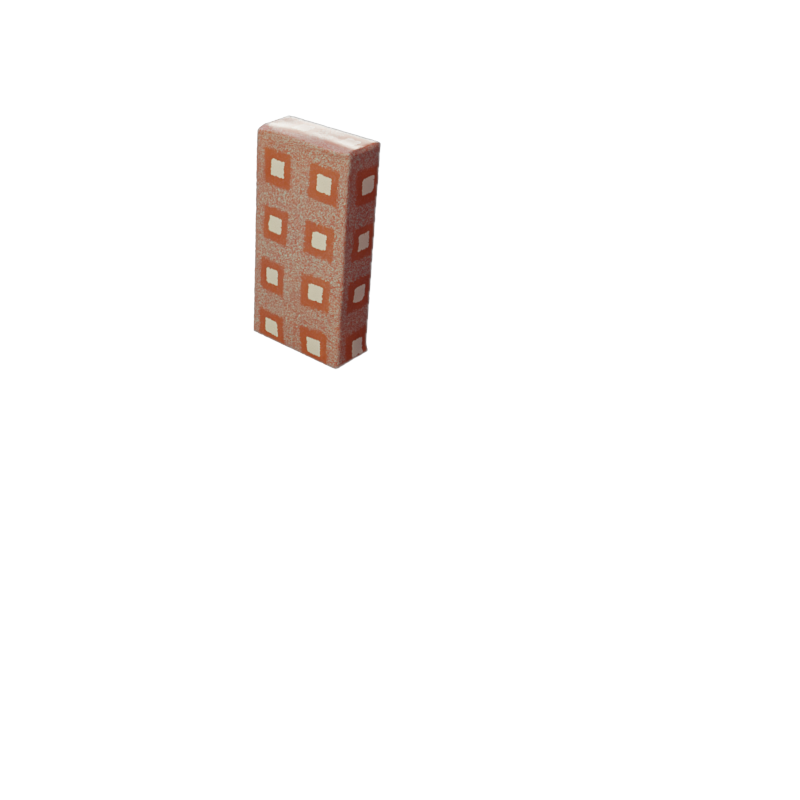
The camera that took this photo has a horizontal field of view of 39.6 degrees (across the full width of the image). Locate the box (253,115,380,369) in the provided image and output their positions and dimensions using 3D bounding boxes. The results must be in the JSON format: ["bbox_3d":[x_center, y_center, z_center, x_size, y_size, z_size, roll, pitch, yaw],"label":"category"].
[{"bbox_3d":[-0.067,-0.122,0.852,0.099,0.167,0.048,22,33,34],"label":"box"}]
